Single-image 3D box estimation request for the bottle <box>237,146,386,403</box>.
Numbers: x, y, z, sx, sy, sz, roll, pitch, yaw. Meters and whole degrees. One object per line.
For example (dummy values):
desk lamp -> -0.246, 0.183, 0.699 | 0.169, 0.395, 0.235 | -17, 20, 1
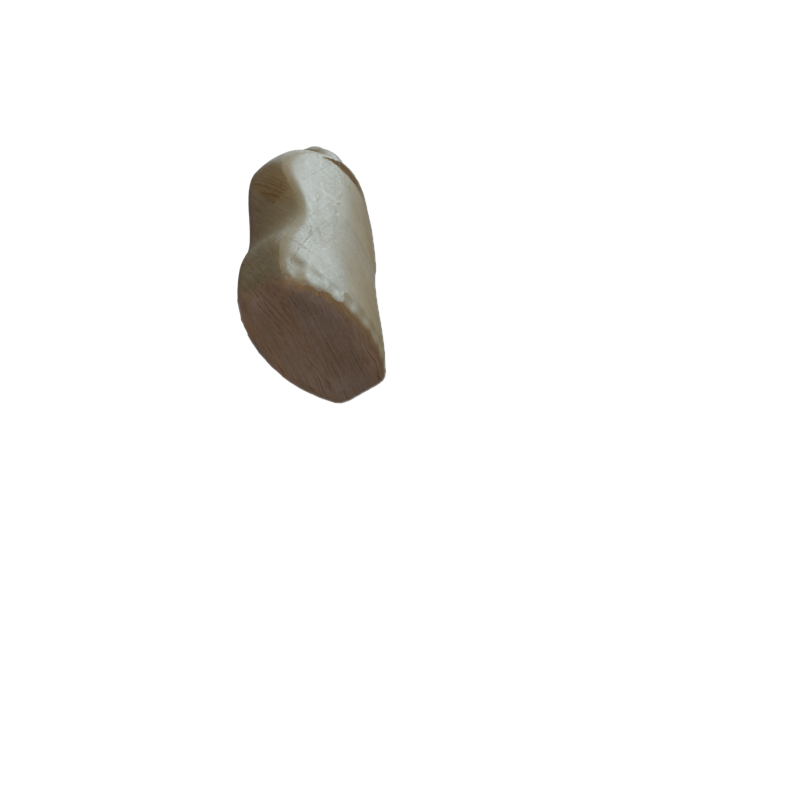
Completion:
bottle -> -0.051, -0.094, 0.658 | 0.058, 0.205, 0.090 | -33, -55, 22
